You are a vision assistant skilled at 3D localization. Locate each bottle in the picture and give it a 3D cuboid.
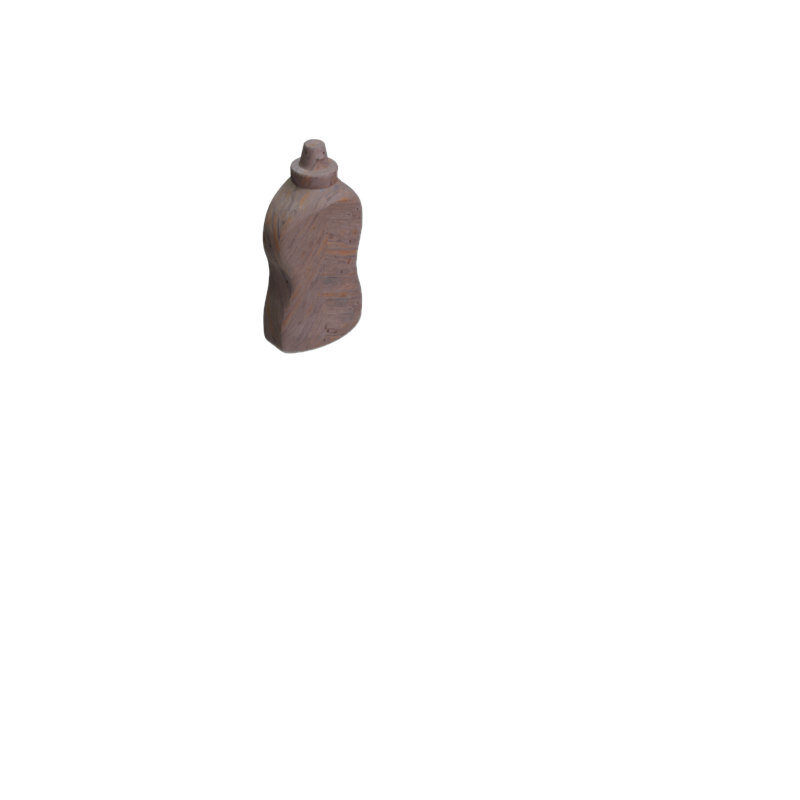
[{"bbox_3d":[-0.076,-0.139,0.978,0.095,0.180,0.063,-22,39,-33],"label":"bottle"}]
